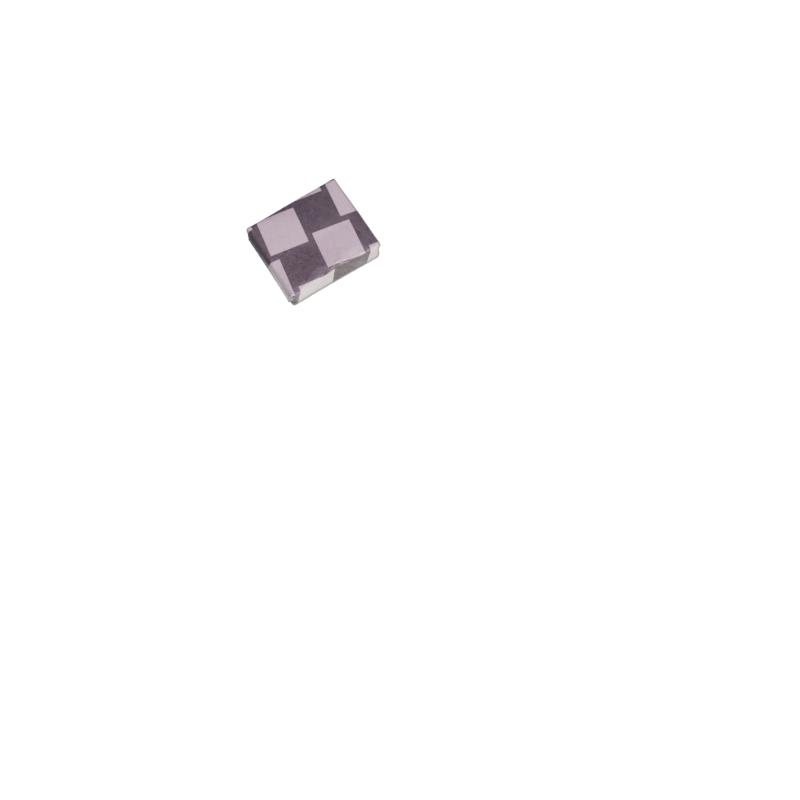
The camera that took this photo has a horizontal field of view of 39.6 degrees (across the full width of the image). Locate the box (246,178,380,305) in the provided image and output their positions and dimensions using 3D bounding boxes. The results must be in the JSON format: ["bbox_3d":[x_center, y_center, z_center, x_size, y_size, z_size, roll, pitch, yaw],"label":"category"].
[{"bbox_3d":[-0.073,-0.132,0.928,0.089,0.077,0.029,-31,-19,-12],"label":"box"}]
